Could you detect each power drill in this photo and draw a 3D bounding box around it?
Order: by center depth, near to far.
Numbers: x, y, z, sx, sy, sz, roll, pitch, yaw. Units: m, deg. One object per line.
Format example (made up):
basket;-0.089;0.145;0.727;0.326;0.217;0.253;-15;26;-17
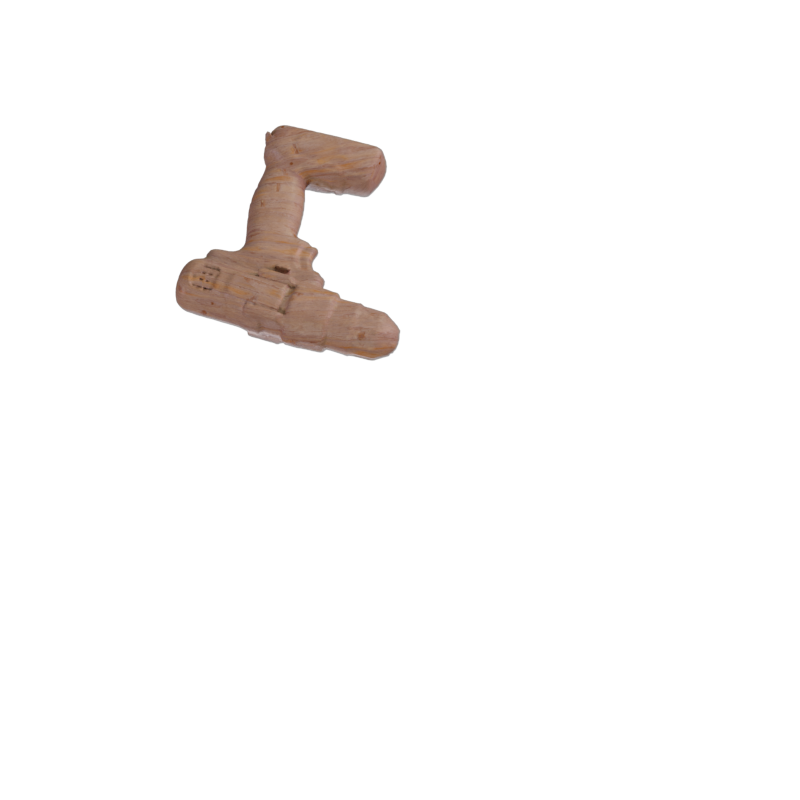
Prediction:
power drill;-0.072;-0.131;0.915;0.188;0.196;0.054;15;-29;8
